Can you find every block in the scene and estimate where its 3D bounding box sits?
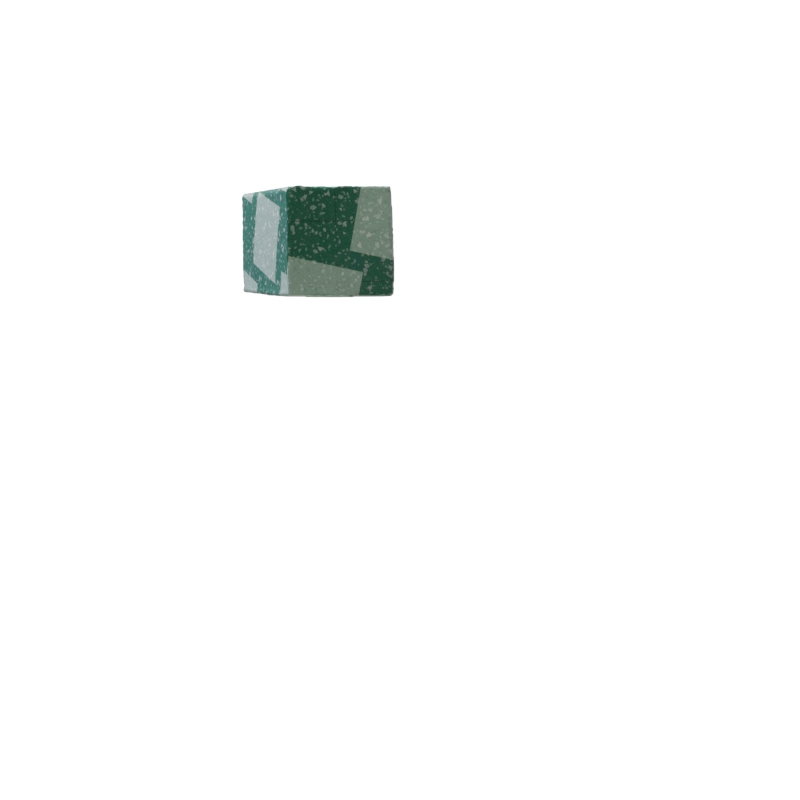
[{"bbox_3d":[-0.042,-0.077,0.538,0.051,0.051,0.081,-2,5,-23],"label":"block"}]
